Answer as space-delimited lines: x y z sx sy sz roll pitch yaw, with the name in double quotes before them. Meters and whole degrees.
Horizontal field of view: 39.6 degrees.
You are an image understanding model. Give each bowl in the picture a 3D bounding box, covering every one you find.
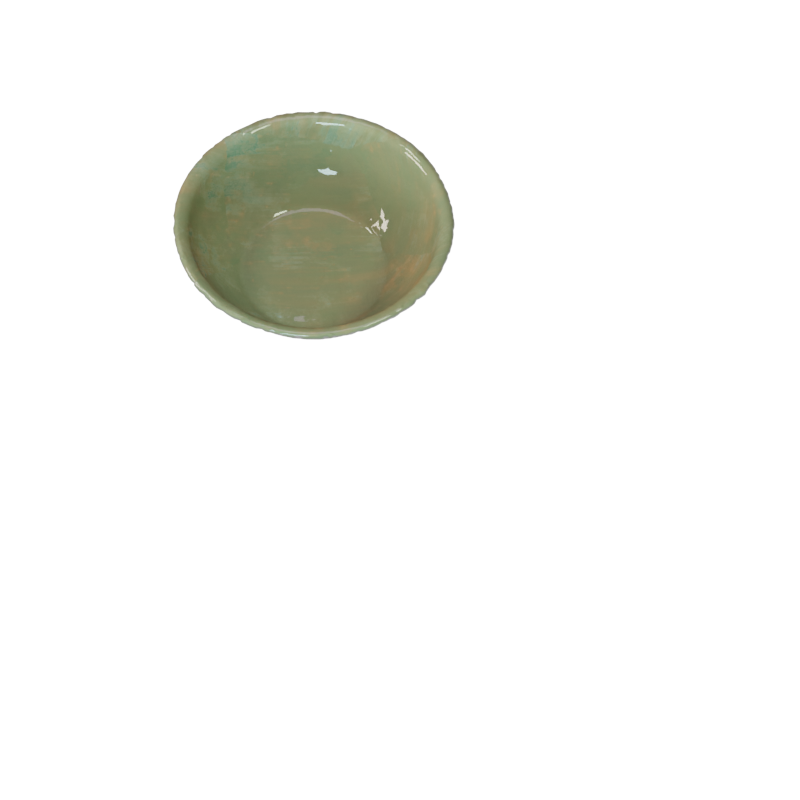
"bowl" -0.052 -0.094 0.659 0.162 0.173 0.051 -1 -33 -1
